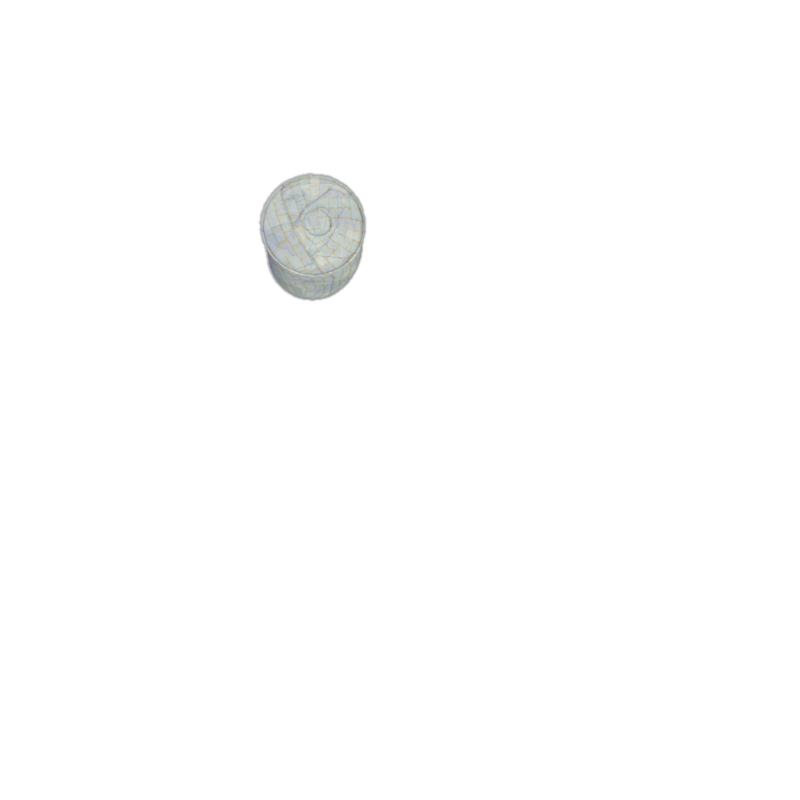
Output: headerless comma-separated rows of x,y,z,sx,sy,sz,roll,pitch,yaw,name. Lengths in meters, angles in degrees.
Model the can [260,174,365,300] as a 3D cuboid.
-0.060,-0.109,0.765,0.068,0.070,0.100,0,-7,-3,can
